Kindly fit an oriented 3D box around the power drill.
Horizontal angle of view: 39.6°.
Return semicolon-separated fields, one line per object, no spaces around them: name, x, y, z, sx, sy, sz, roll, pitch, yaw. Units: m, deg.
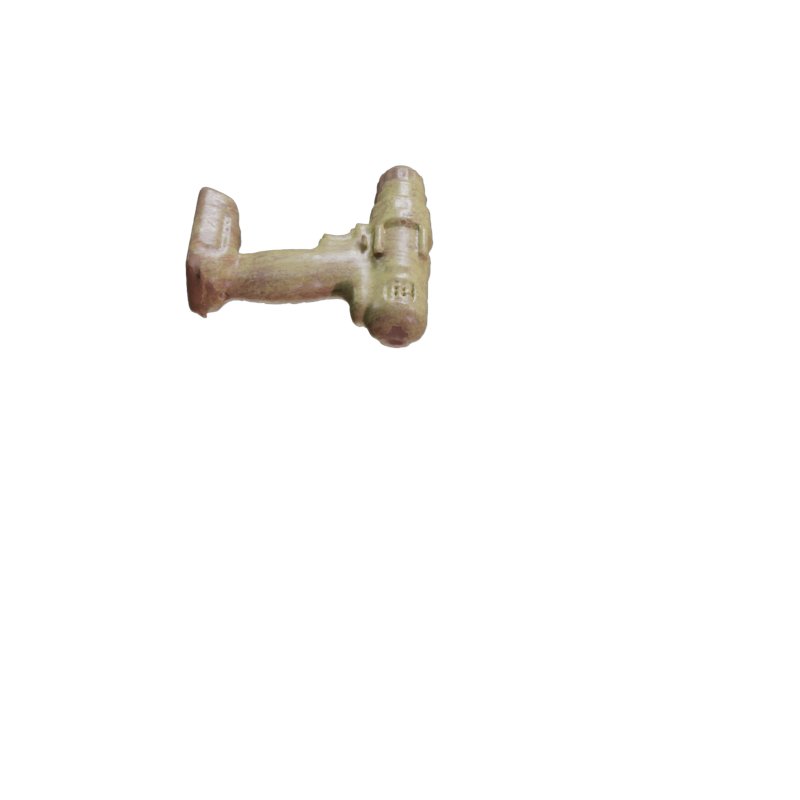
power drill;-0.068;-0.124;0.869;0.188;0.197;0.053;2;-44;1
